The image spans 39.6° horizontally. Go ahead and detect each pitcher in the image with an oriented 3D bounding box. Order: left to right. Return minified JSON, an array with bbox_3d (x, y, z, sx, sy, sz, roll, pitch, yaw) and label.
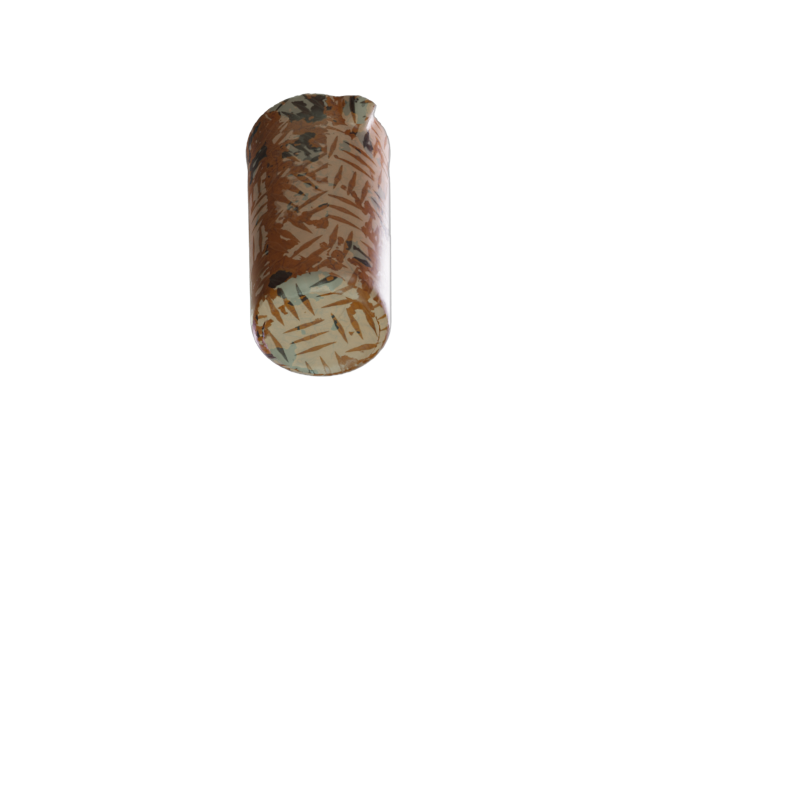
[{"bbox_3d":[-0.073,-0.133,0.935,0.146,0.138,0.261,-9,44,6],"label":"pitcher"}]
